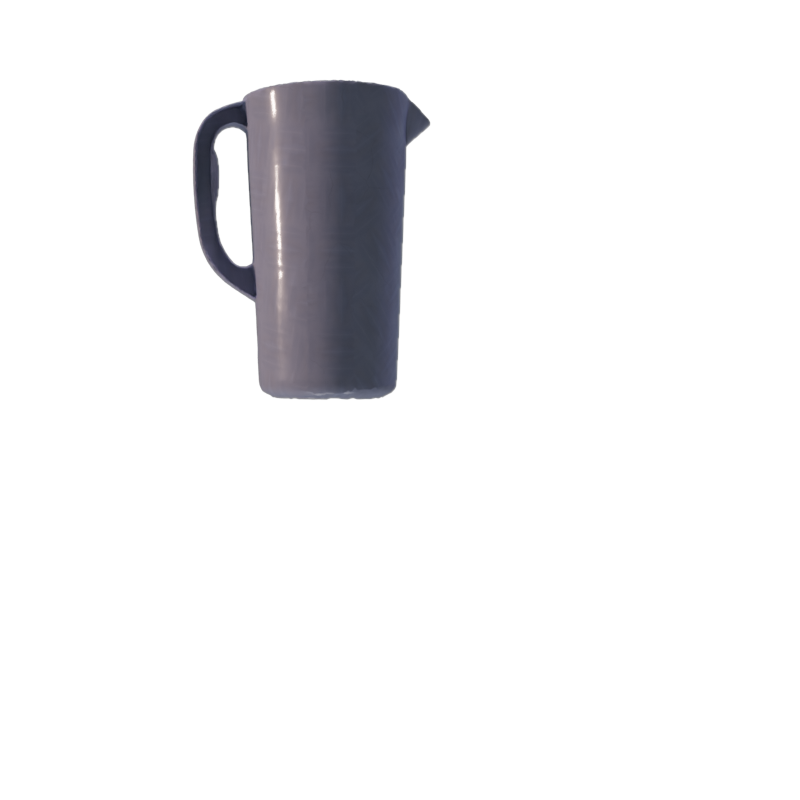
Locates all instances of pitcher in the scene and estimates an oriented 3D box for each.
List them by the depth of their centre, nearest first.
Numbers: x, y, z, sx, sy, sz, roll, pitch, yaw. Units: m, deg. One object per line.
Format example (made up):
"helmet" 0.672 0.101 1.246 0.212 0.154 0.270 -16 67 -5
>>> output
"pitcher" -0.068 -0.125 0.874 0.154 0.246 0.139 -2 -4 35
